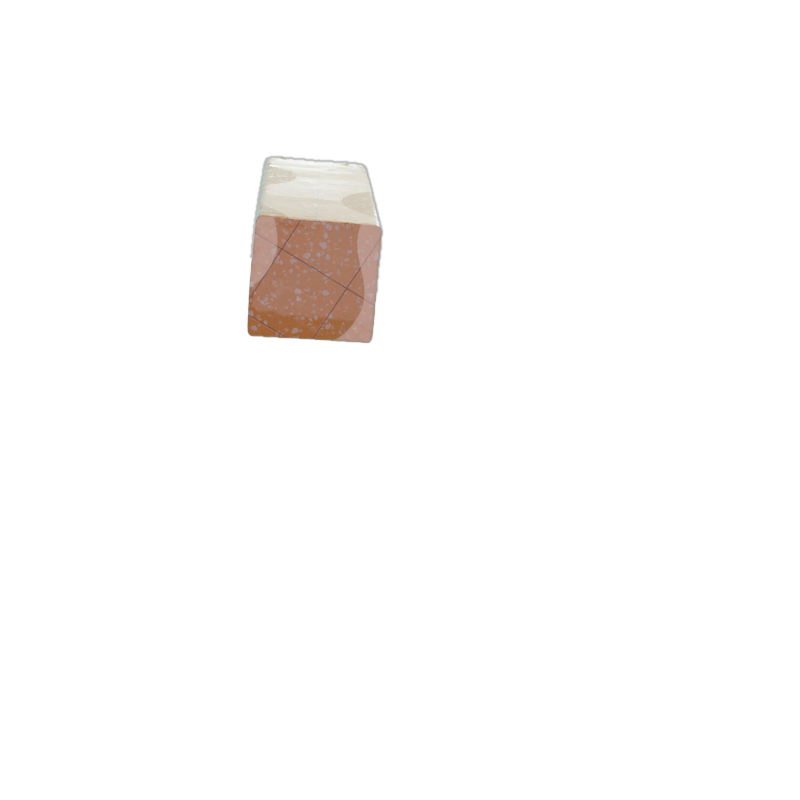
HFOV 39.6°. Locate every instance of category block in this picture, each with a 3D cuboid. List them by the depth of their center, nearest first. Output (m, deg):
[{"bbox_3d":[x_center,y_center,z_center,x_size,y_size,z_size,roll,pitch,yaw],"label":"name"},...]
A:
[{"bbox_3d":[-0.068,-0.125,0.871,0.090,0.087,0.216,4,22,-5],"label":"block"}]
